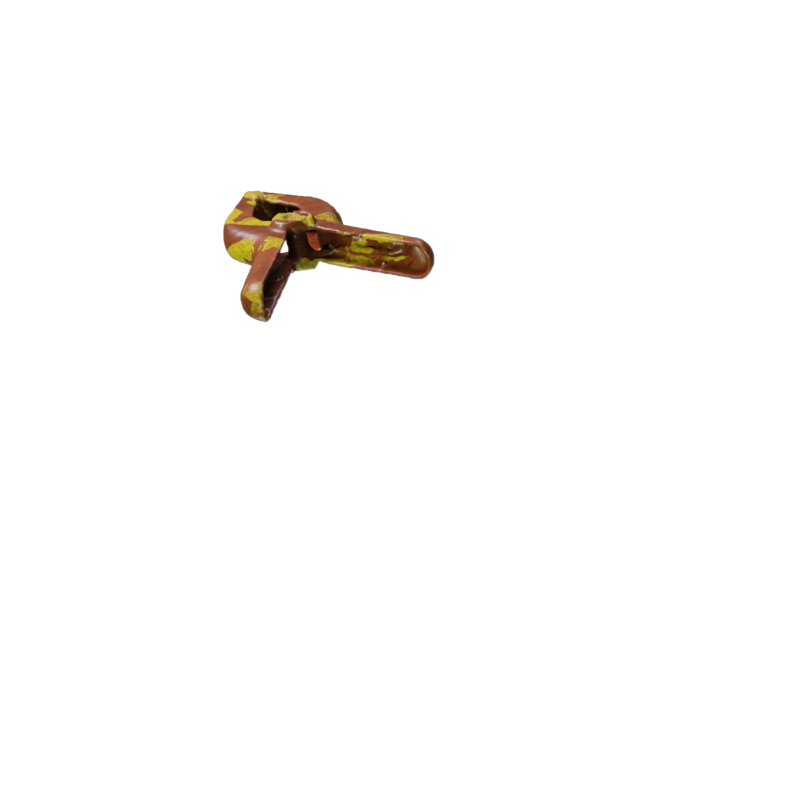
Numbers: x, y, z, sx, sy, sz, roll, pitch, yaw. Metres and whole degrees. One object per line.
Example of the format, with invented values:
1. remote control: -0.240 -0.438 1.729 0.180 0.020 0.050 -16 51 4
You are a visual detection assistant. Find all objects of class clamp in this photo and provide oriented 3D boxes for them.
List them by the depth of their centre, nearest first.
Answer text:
1. clamp: -0.056 -0.101 0.709 0.118 0.037 0.184 -8 30 -14
